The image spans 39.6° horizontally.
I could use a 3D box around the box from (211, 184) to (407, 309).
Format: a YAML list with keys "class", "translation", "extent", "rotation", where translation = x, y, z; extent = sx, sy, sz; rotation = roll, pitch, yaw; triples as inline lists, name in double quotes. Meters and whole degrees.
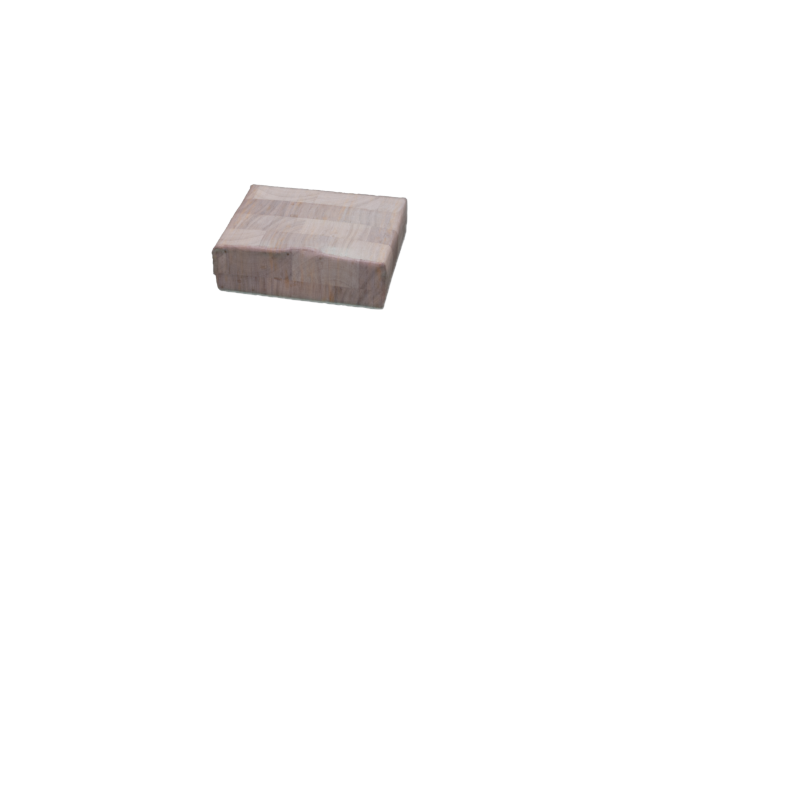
- class: "box"
  translation: [-0.045, -0.083, 0.578]
  extent: [0.091, 0.028, 0.077]
  rotation: [7, 35, 9]
